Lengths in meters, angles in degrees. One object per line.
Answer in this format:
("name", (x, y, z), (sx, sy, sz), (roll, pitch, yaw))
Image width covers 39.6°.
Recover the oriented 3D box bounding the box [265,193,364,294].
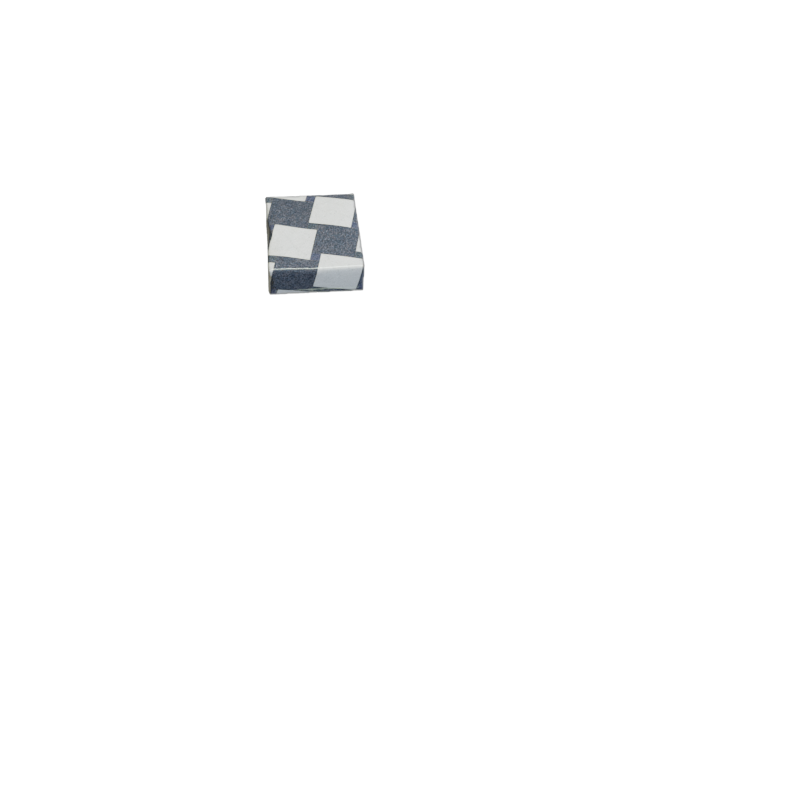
("box", (-0.068, -0.124, 0.870), (0.073, 0.096, 0.028), (-3, -43, -4))
